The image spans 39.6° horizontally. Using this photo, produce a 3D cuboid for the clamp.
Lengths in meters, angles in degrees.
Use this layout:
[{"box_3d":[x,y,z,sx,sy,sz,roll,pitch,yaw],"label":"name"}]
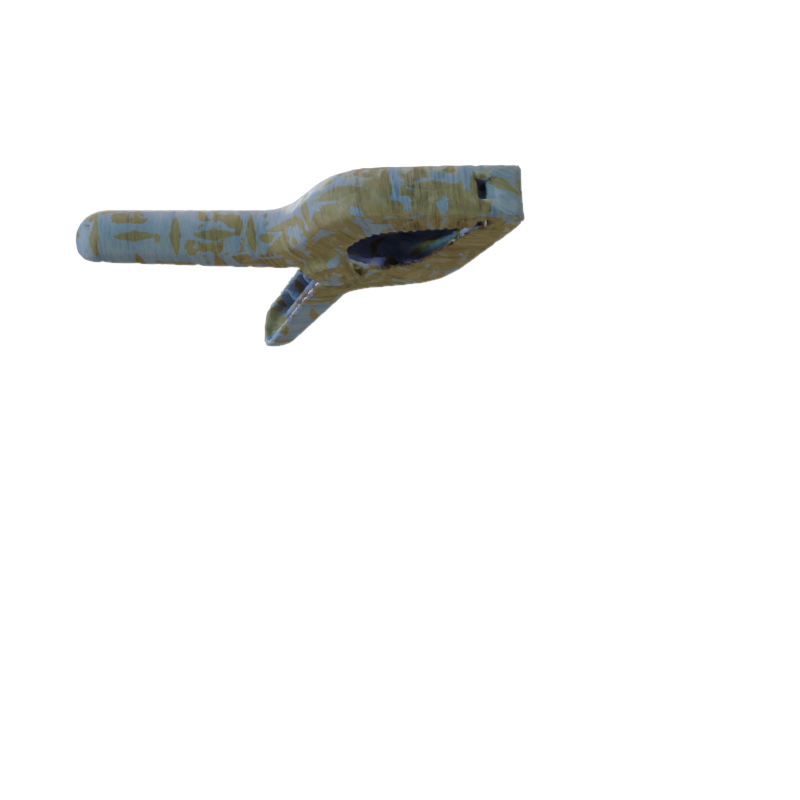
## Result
[{"box_3d":[-0.043,-0.078,0.543,0.213,0.038,0.154,-14,-22,37],"label":"clamp"}]
